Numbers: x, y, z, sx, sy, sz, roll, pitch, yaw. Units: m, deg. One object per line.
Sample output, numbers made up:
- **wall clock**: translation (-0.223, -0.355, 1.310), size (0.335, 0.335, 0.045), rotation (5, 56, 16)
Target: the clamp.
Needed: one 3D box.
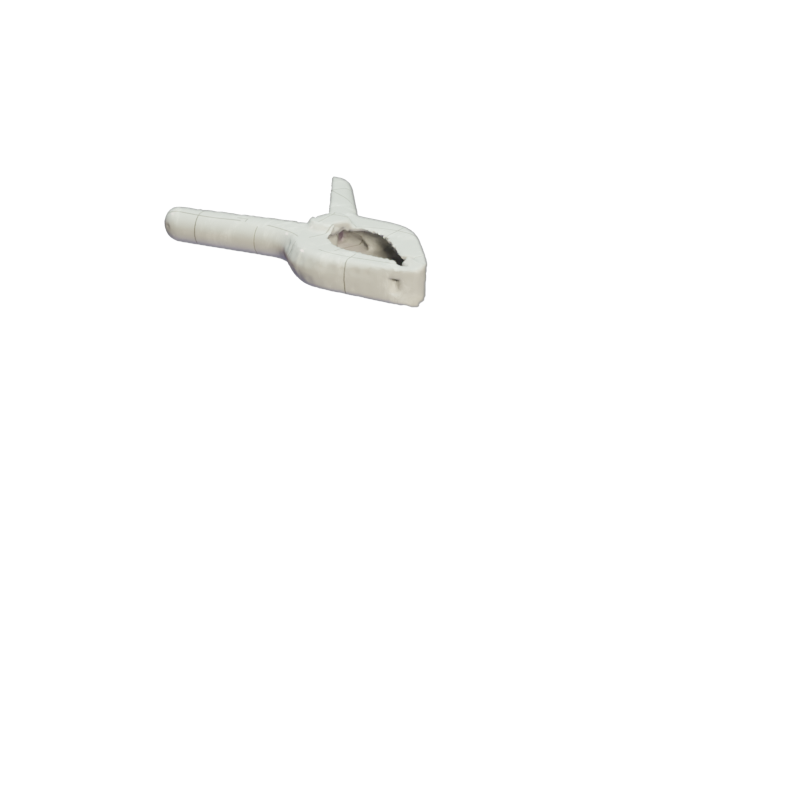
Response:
- **clamp**: translation (-0.062, -0.112, 0.788), size (0.161, 0.034, 0.225), rotation (-15, 31, -26)
